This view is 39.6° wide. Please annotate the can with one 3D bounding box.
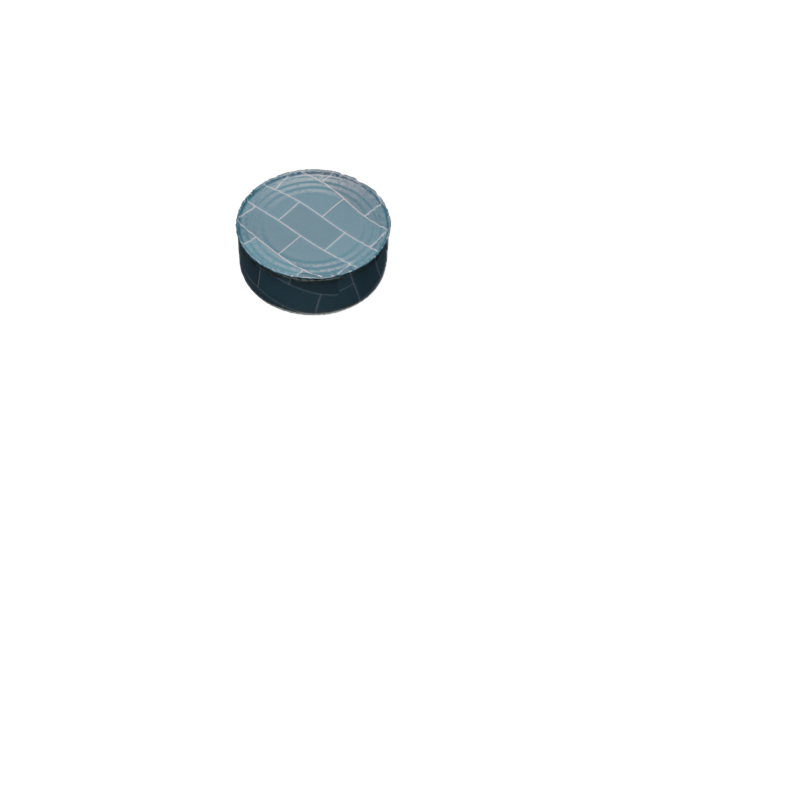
[{"bbox_3d":[-0.049,-0.089,0.624,0.086,0.092,0.031,-1,-41,-1],"label":"can"}]
